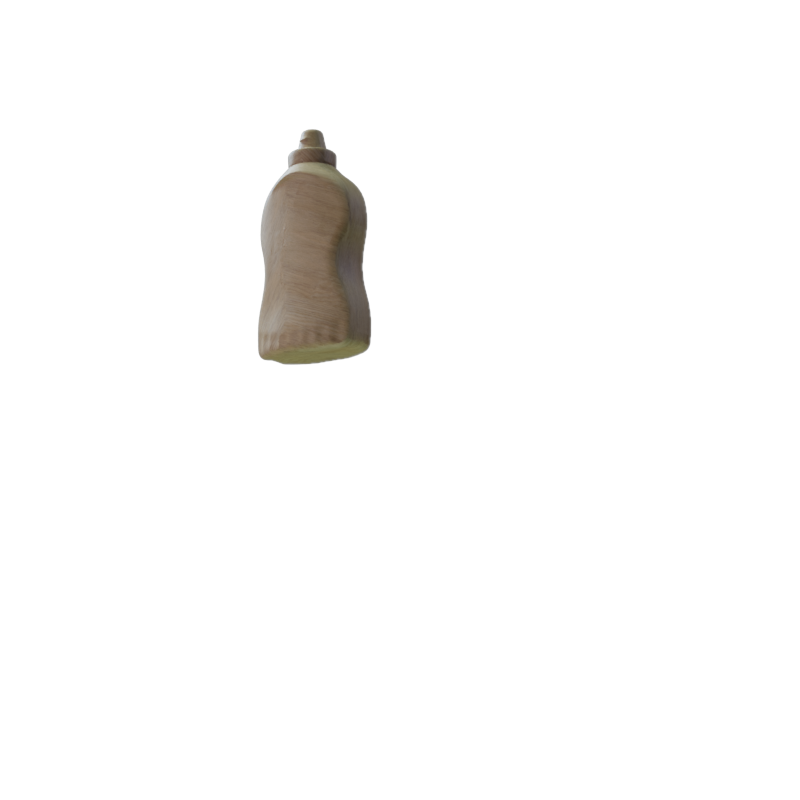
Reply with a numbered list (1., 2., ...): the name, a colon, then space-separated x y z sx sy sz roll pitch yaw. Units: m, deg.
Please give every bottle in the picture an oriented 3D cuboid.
1. bottle: -0.071 -0.129 0.906 0.098 0.199 0.055 -13 -20 37
